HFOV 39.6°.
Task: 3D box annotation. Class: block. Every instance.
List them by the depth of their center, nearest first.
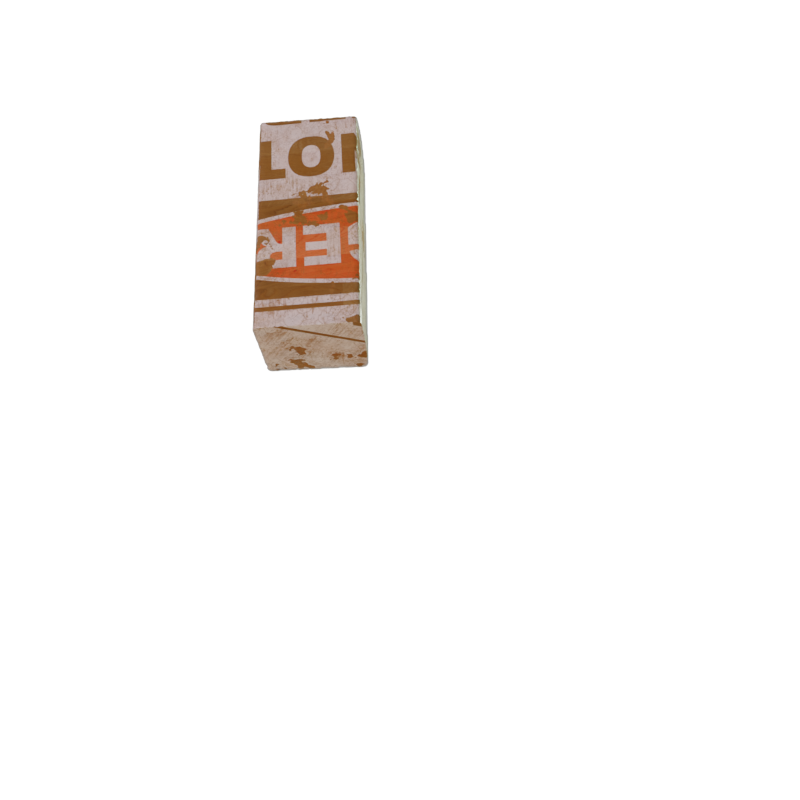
[{"bbox_3d":[-0.076,-0.140,0.979,0.091,0.219,0.084,-4,-28,3],"label":"block"}]
